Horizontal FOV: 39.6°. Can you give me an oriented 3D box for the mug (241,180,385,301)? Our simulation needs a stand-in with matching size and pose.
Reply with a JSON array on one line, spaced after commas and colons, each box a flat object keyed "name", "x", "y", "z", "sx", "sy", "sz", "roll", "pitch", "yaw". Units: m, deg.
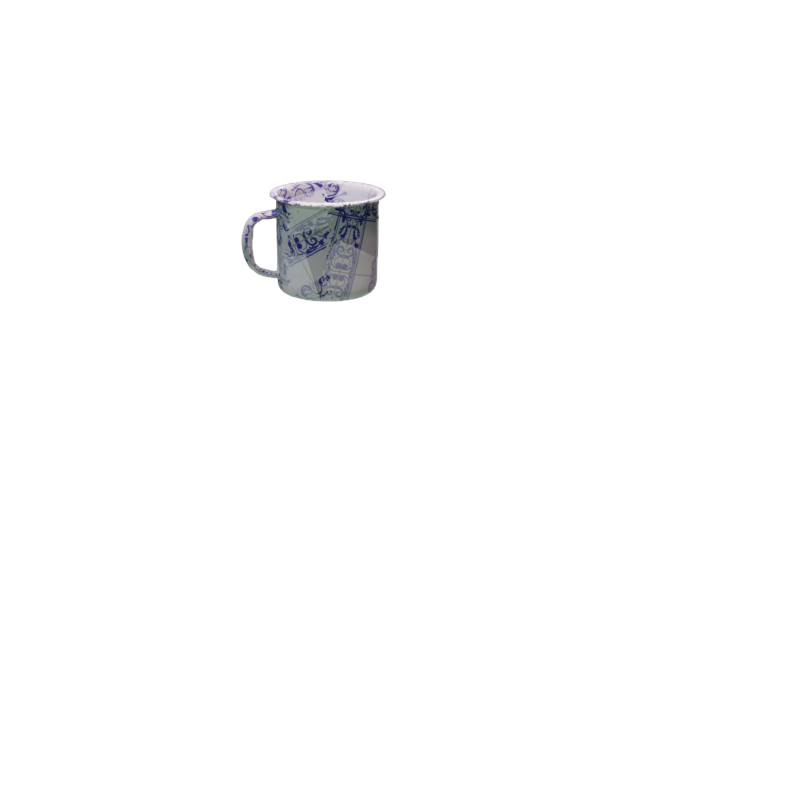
[{"name": "mug", "x": -0.070, "y": -0.127, "z": 0.891, "sx": 0.115, "sy": 0.078, "sz": 0.099, "roll": -7, "pitch": 21, "yaw": -20}]
